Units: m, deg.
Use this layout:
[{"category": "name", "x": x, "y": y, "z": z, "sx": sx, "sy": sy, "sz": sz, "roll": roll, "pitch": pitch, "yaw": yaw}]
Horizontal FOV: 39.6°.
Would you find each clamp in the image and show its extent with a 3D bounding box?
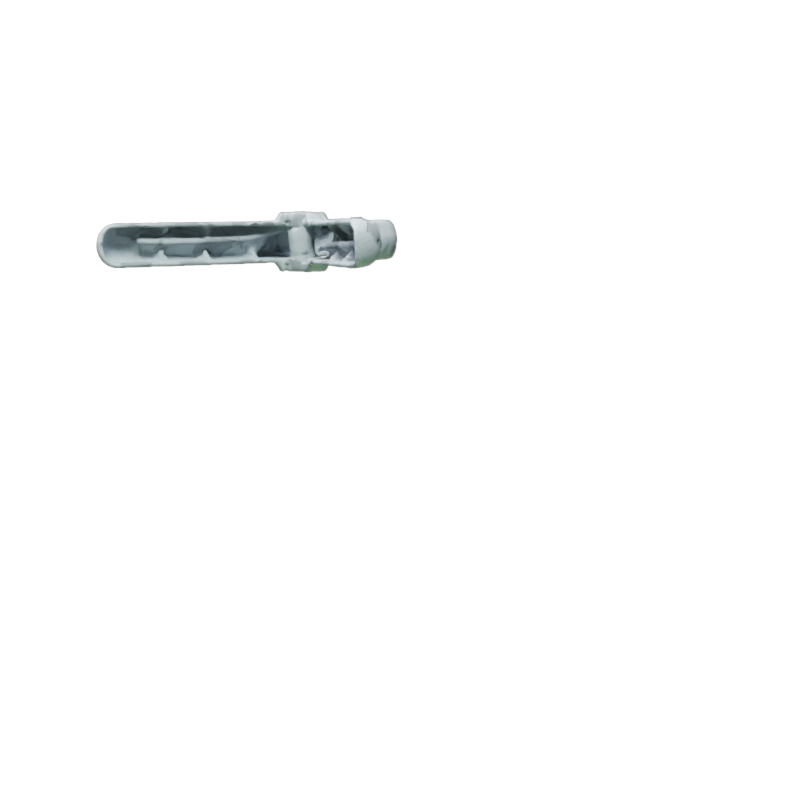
[{"category": "clamp", "x": -0.051, "y": -0.094, "z": 0.657, "sx": 0.171, "sy": 0.036, "sz": 0.205, "roll": 5, "pitch": 10, "yaw": 28}]
